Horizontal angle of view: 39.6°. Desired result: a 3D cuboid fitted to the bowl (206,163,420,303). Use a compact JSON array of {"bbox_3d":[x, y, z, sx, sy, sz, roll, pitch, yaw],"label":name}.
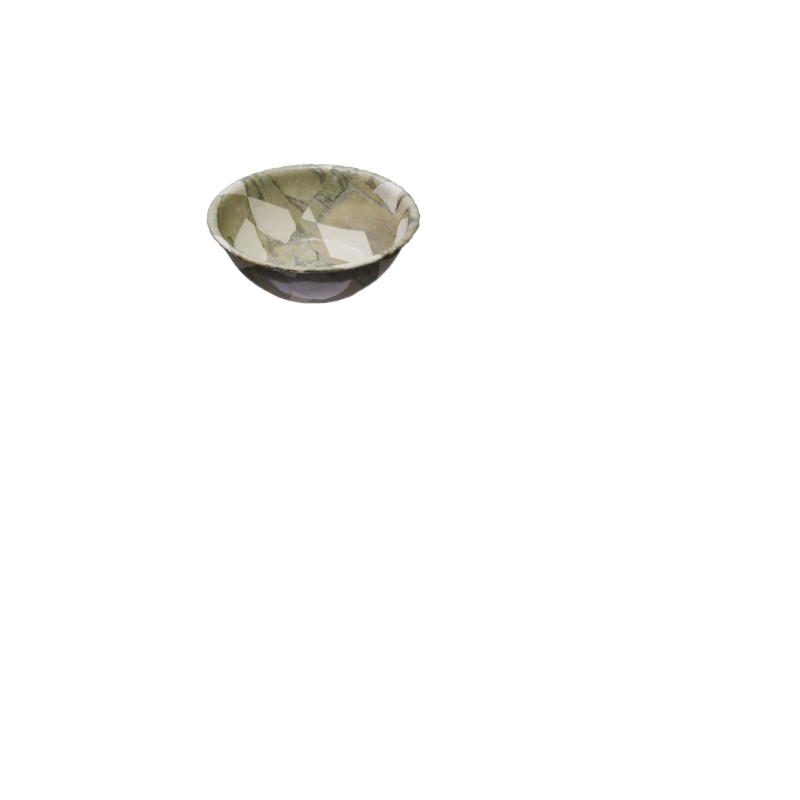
[{"bbox_3d":[-0.067,-0.122,0.853,0.162,0.051,0.173,-1,37,-2],"label":"bowl"}]
